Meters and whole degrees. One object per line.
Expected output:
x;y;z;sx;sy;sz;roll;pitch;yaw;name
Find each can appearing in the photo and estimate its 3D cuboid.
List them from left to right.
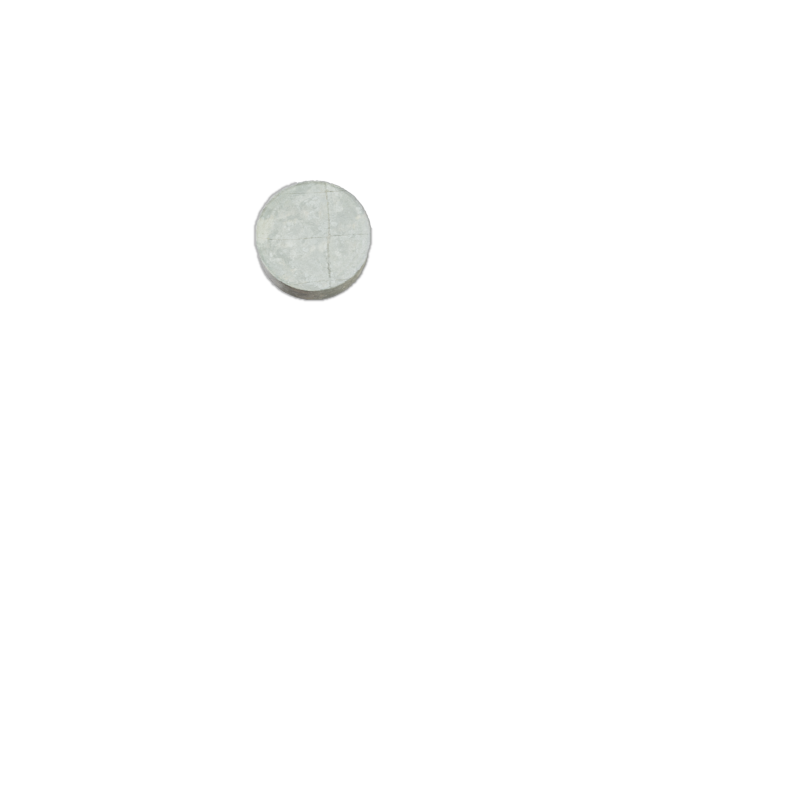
-0.065;-0.118;0.827;0.086;0.090;0.032;-1;-17;-1;can
